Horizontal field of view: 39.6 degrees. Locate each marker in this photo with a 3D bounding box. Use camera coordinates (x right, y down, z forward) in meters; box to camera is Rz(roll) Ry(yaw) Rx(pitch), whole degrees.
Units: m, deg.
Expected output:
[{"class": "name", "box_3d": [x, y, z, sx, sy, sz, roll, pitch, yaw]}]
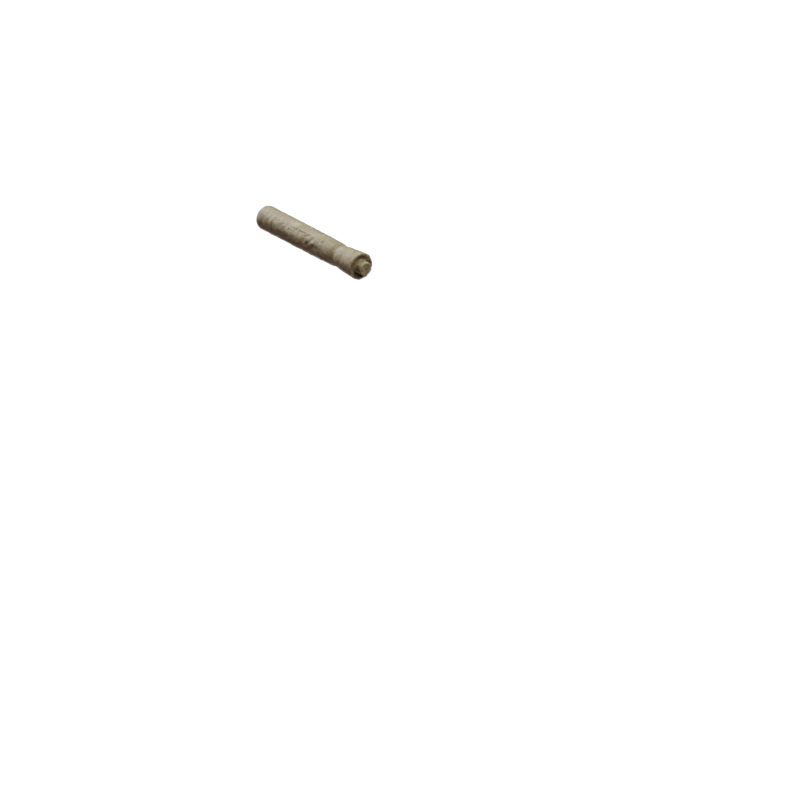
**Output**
[{"class": "marker", "box_3d": [-0.061, -0.111, 0.780, 0.019, 0.019, 0.130, -3, 24, -39]}]
